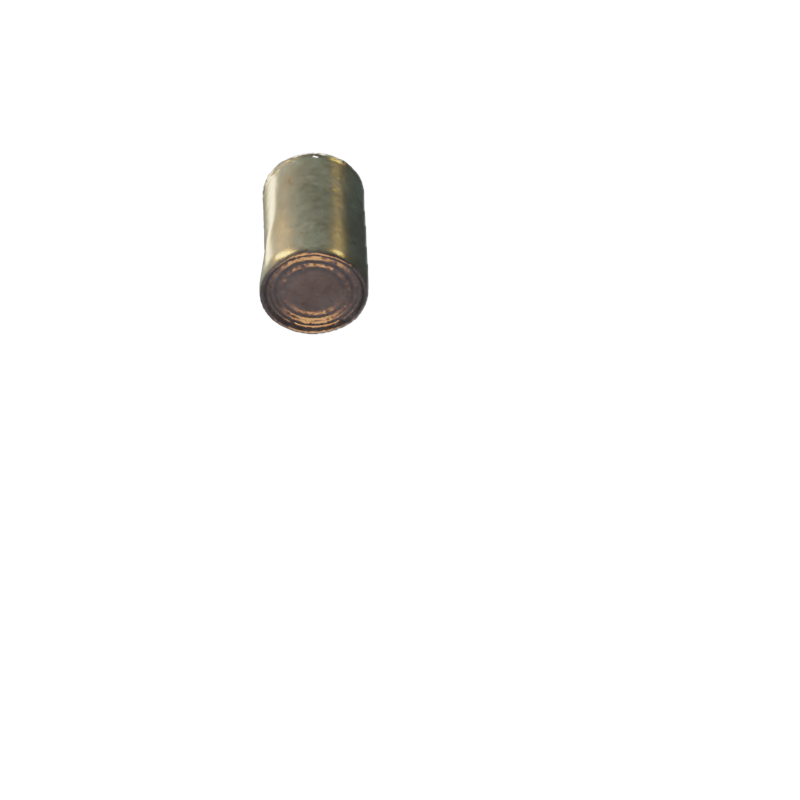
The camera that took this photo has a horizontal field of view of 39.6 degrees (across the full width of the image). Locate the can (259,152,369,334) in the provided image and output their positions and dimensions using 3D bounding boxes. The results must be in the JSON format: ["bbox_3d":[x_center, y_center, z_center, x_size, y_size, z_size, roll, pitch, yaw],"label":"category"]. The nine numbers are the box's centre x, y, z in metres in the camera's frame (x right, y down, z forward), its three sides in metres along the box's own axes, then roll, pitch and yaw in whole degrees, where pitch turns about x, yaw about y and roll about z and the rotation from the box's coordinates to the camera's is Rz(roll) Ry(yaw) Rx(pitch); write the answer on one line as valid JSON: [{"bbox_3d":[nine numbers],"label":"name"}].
[{"bbox_3d":[-0.055,-0.100,0.700,0.068,0.064,0.110,-1,43,-3],"label":"can"}]
